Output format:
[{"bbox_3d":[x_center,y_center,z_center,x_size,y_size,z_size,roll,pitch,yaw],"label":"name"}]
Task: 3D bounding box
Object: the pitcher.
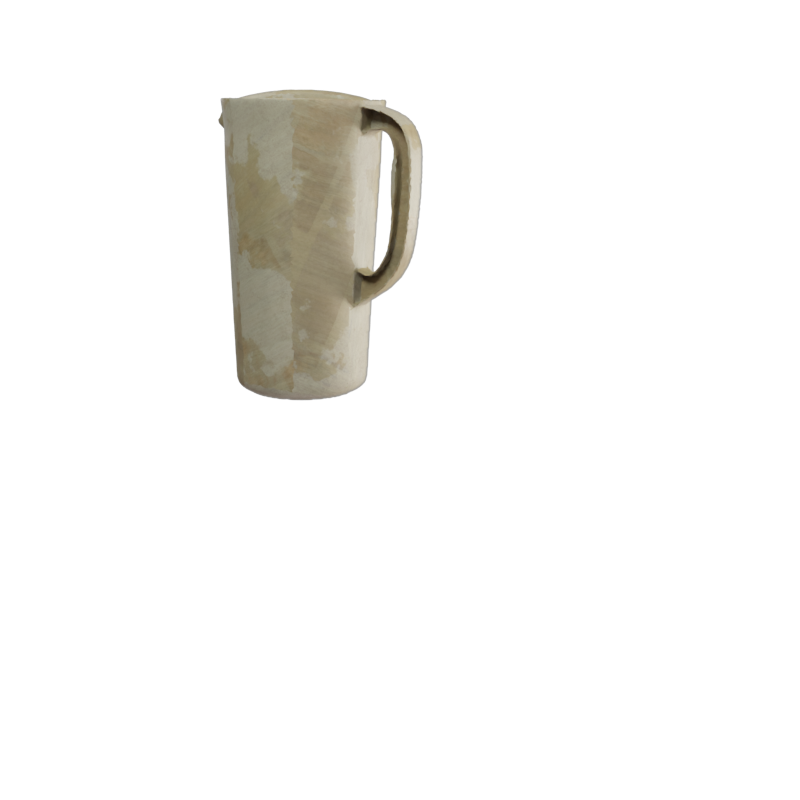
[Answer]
[{"bbox_3d":[-0.070,-0.128,0.894,0.143,0.238,0.155,-2,10,-14],"label":"pitcher"}]
